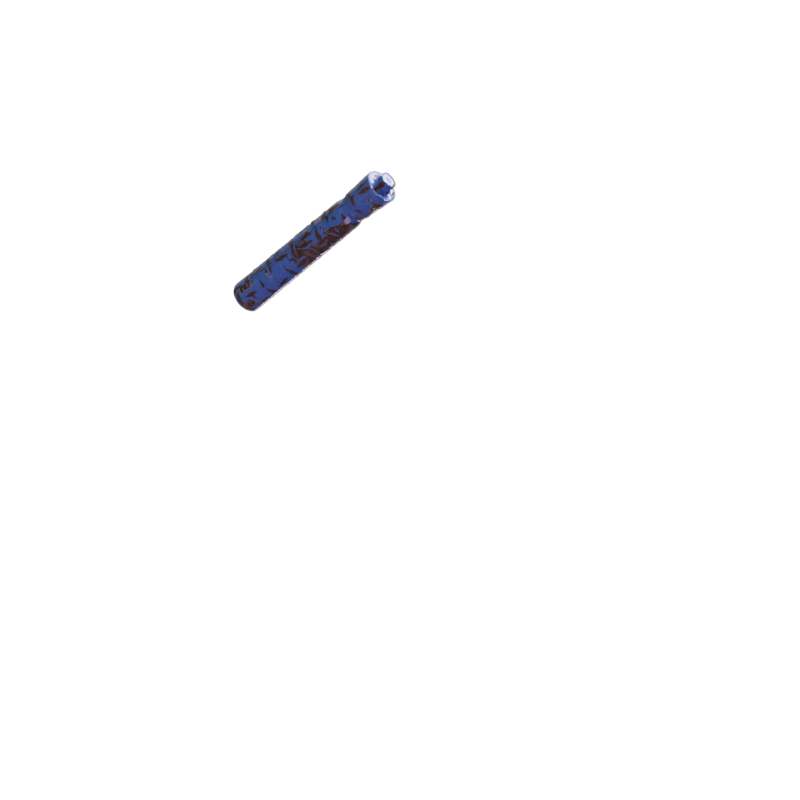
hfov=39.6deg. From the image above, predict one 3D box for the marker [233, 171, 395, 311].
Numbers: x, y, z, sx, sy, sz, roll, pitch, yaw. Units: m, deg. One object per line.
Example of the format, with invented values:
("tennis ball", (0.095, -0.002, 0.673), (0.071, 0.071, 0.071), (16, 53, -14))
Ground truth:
("marker", (-0.046, -0.085, 0.594), (0.120, 0.021, 0.019), (-33, -18, 35))
